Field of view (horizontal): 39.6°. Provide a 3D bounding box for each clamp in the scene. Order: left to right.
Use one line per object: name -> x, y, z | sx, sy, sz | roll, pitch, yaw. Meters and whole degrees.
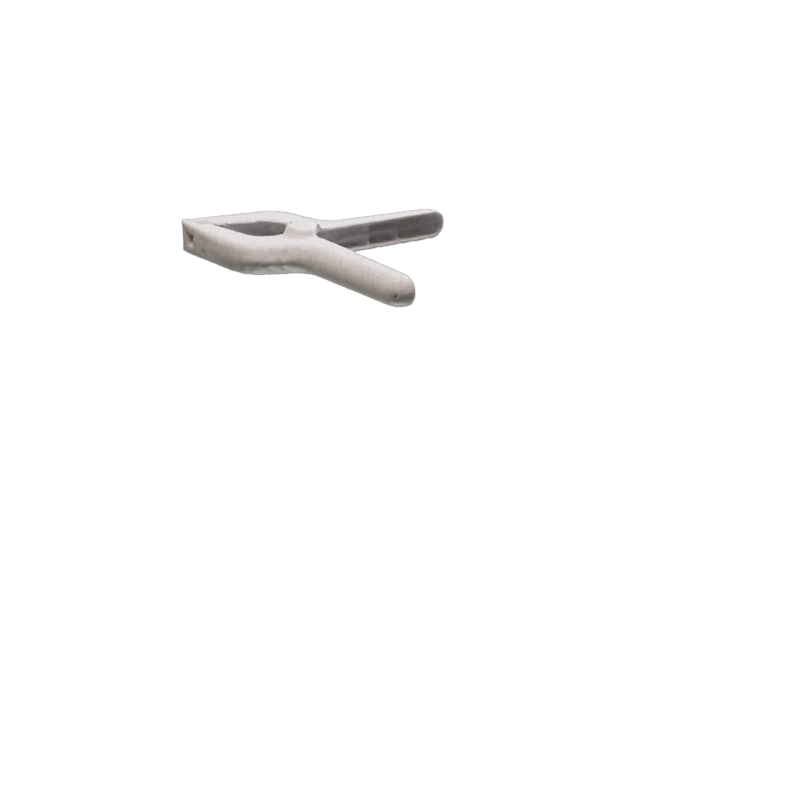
clamp -> -0.069, -0.126, 0.884 | 0.216, 0.035, 0.168 | 9, 28, 17
